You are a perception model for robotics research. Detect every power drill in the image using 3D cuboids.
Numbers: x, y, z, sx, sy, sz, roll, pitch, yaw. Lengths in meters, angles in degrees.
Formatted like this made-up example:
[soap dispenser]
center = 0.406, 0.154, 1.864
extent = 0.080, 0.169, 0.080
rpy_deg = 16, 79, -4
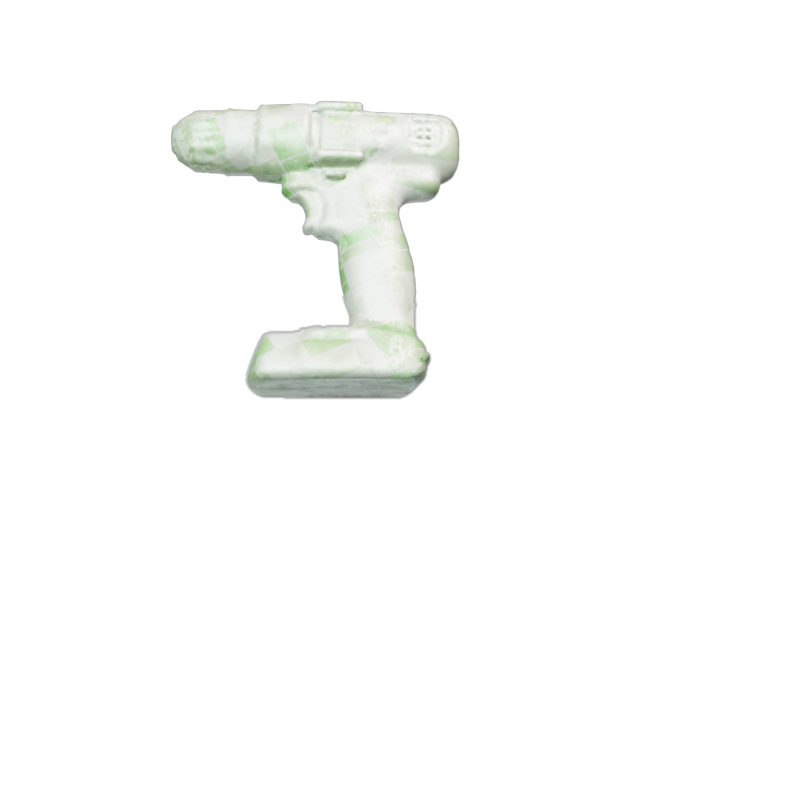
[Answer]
[power drill]
center = -0.054, -0.098, 0.684
extent = 0.184, 0.197, 0.055
rpy_deg = 0, -20, 0
